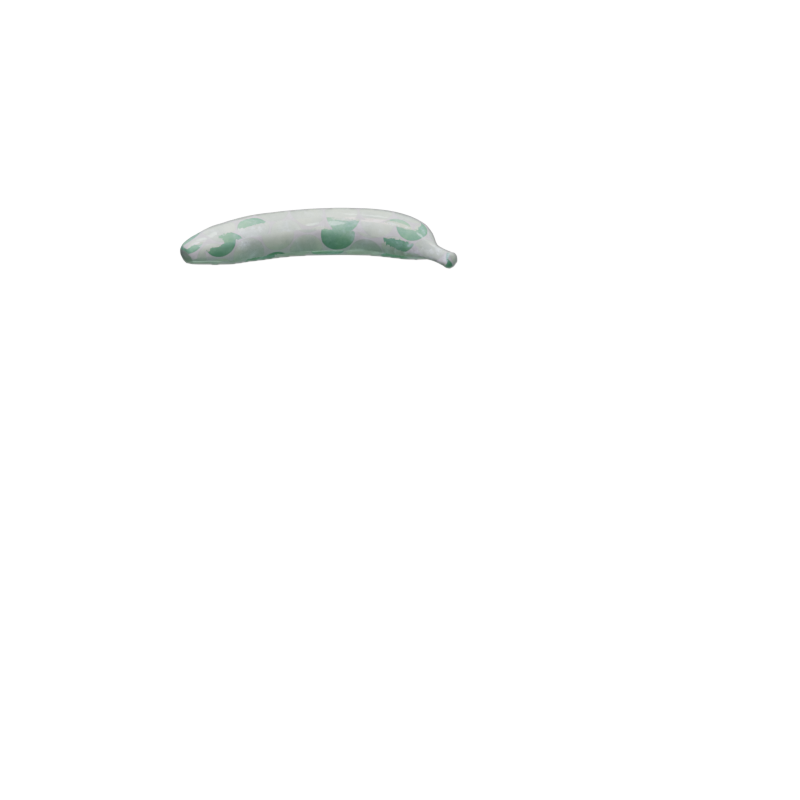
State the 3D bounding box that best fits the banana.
[{"bbox_3d":[-0.061,-0.120,0.816,0.197,0.035,0.072,-1,18,-3],"label":"banana"}]
